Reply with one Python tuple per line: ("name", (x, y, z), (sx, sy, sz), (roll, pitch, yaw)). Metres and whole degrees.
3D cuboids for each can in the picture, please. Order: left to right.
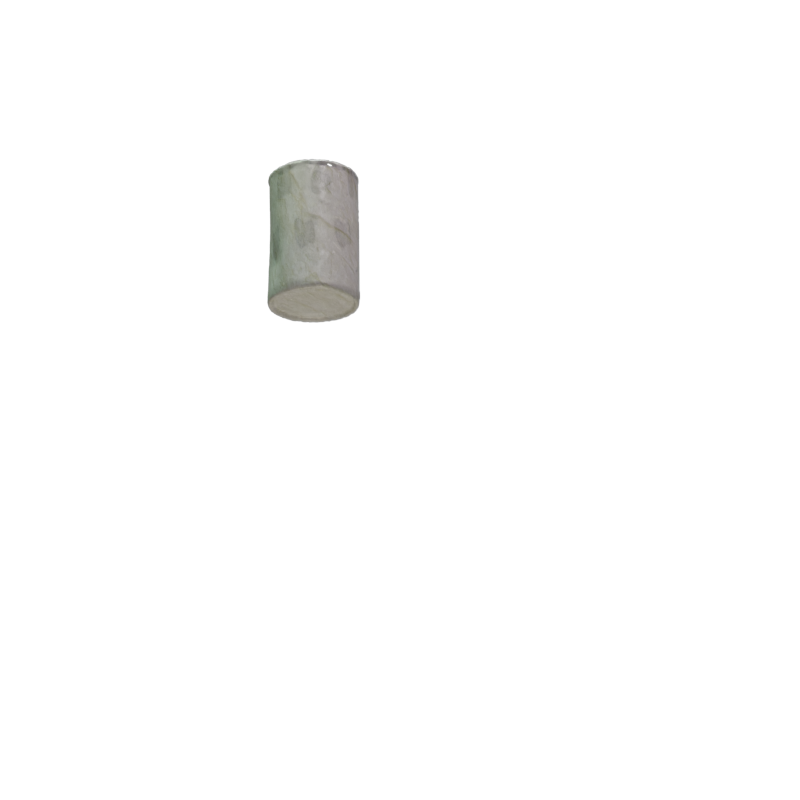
("can", (-0.063, -0.116, 0.810), (0.068, 0.108, 0.065), (0, -23, -2))
